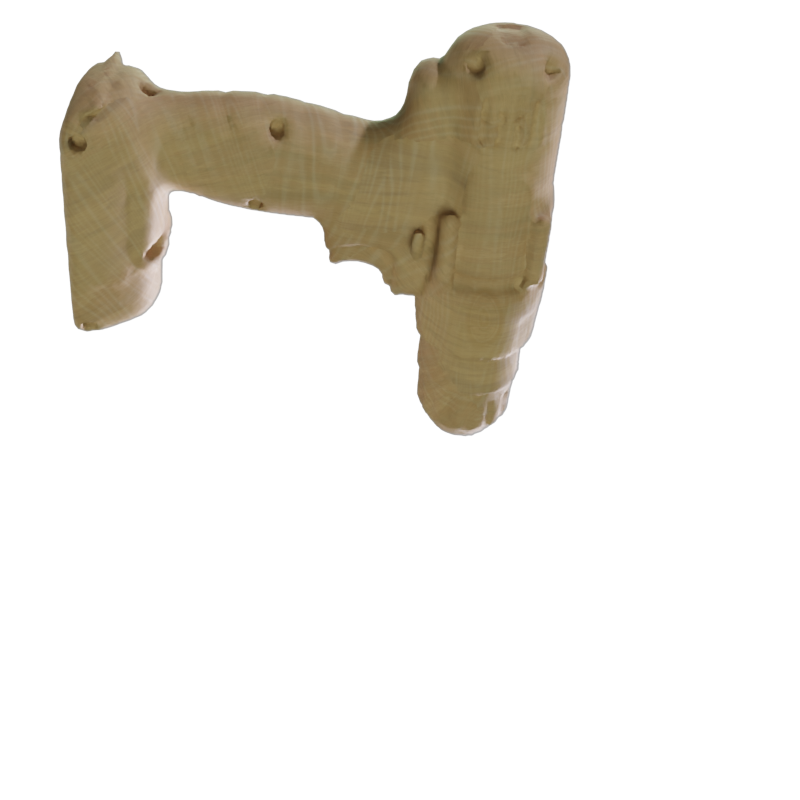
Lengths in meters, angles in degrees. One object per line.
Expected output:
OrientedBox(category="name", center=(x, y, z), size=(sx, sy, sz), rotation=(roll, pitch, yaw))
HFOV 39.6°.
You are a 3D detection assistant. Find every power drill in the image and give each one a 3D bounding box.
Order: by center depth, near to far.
OrientedBox(category="power drill", center=(-0.035, -0.063, 0.441), size=(0.187, 0.173, 0.061), rotation=(3, 34, -2))
